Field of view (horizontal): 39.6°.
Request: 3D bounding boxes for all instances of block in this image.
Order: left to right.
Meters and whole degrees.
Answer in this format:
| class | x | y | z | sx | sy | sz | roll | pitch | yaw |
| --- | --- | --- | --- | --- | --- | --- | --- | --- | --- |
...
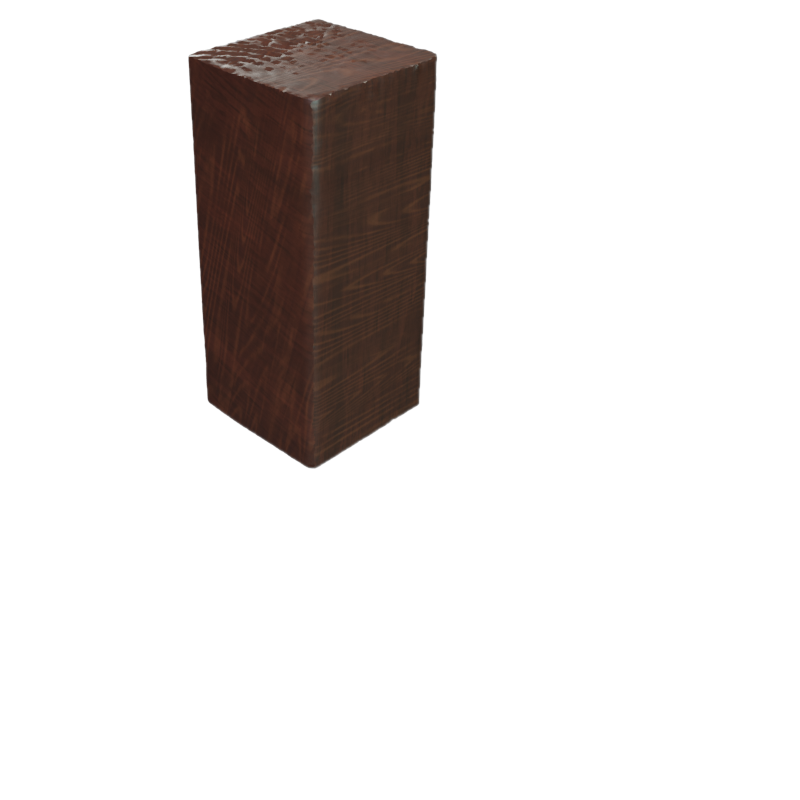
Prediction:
| class | x | y | z | sx | sy | sz | roll | pitch | yaw |
| --- | --- | --- | --- | --- | --- | --- | --- | --- | --- |
| block | -0.045 | -0.083 | 0.584 | 0.096 | 0.194 | 0.090 | 27 | 39 | 36 |
